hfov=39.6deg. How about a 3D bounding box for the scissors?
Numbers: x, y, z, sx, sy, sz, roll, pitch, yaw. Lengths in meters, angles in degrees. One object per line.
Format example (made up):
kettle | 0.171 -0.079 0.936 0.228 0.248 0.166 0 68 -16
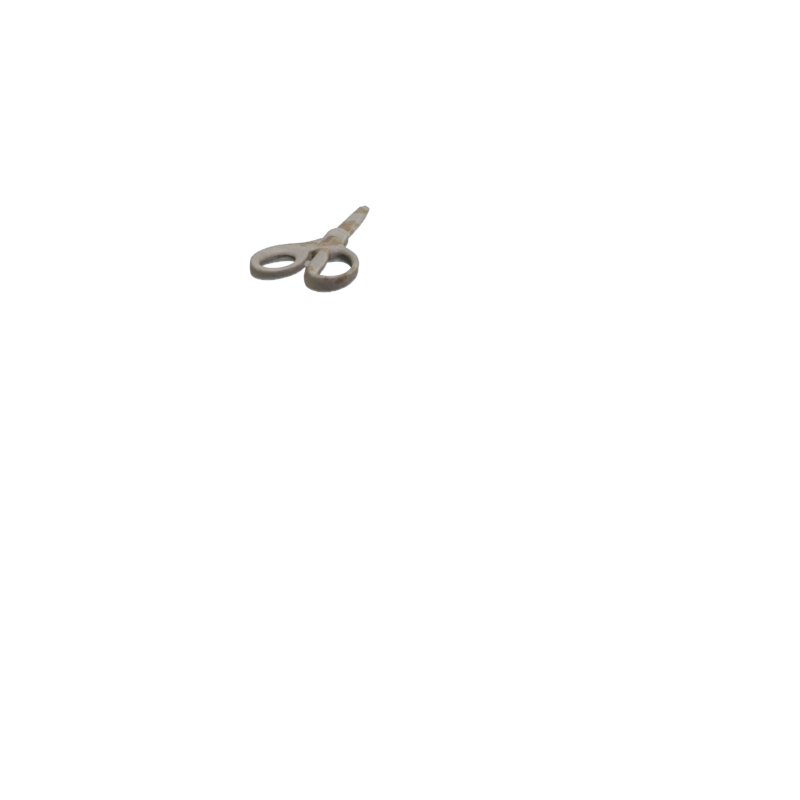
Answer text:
scissors | -0.073 -0.134 0.939 0.096 0.015 0.212 0 26 -1
